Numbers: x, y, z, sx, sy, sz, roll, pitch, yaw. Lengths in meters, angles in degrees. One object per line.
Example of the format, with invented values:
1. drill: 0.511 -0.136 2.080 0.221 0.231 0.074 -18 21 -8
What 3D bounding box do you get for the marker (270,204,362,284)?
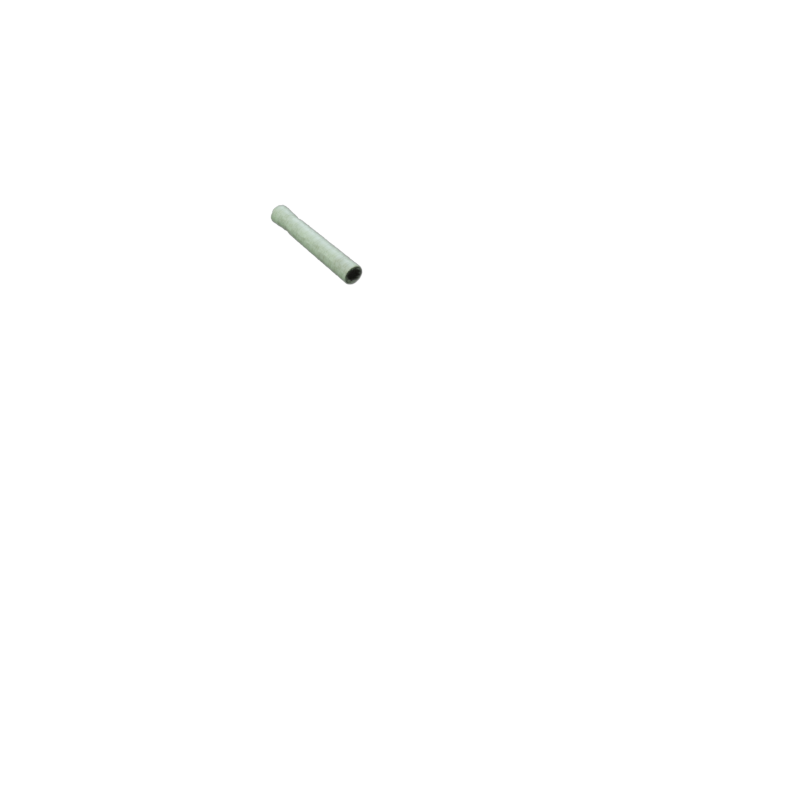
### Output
1. marker: -0.076 -0.139 0.971 0.019 0.019 0.130 -3 33 -41
